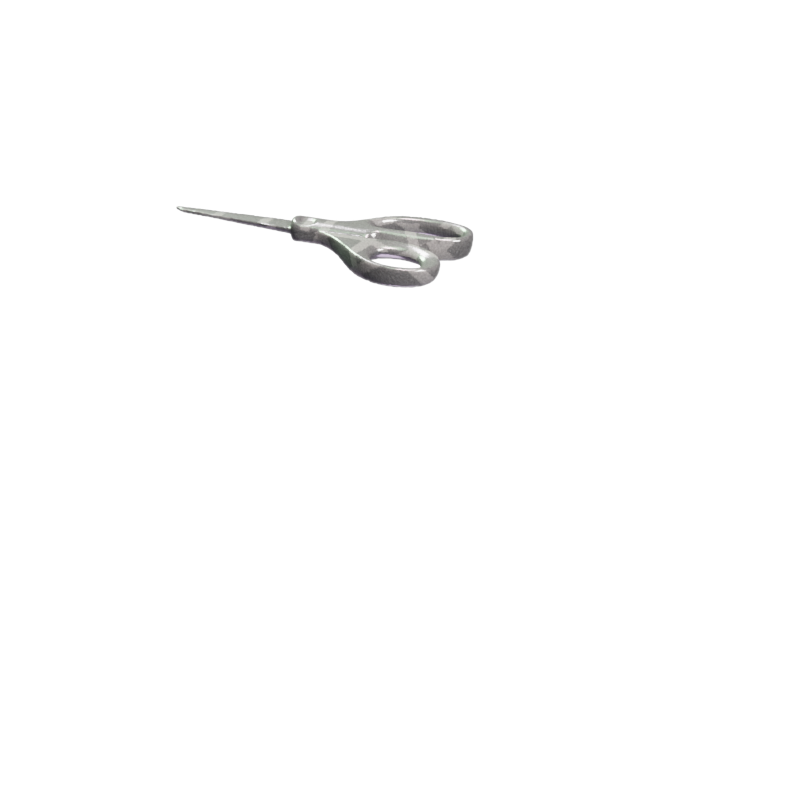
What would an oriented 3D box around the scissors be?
[{"bbox_3d":[-0.055,-0.101,0.708,0.204,0.015,0.101,4,29,6],"label":"scissors"}]
